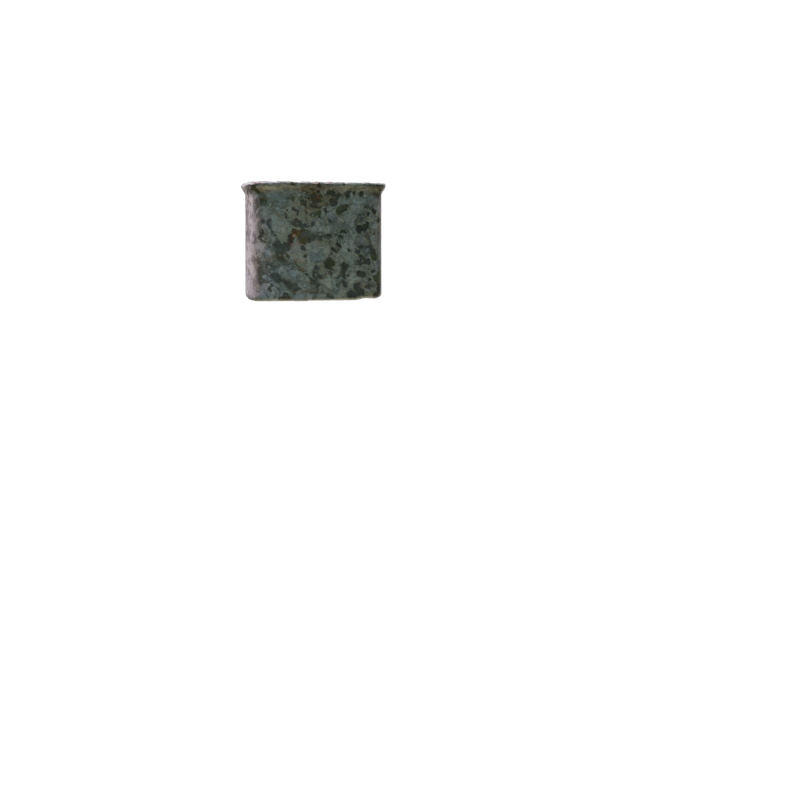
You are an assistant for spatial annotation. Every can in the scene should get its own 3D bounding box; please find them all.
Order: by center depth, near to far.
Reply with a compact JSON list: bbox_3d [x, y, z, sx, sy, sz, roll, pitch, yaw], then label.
[{"bbox_3d":[-0.063,-0.114,0.800,0.100,0.084,0.059,-1,2,-17],"label":"can"}]
